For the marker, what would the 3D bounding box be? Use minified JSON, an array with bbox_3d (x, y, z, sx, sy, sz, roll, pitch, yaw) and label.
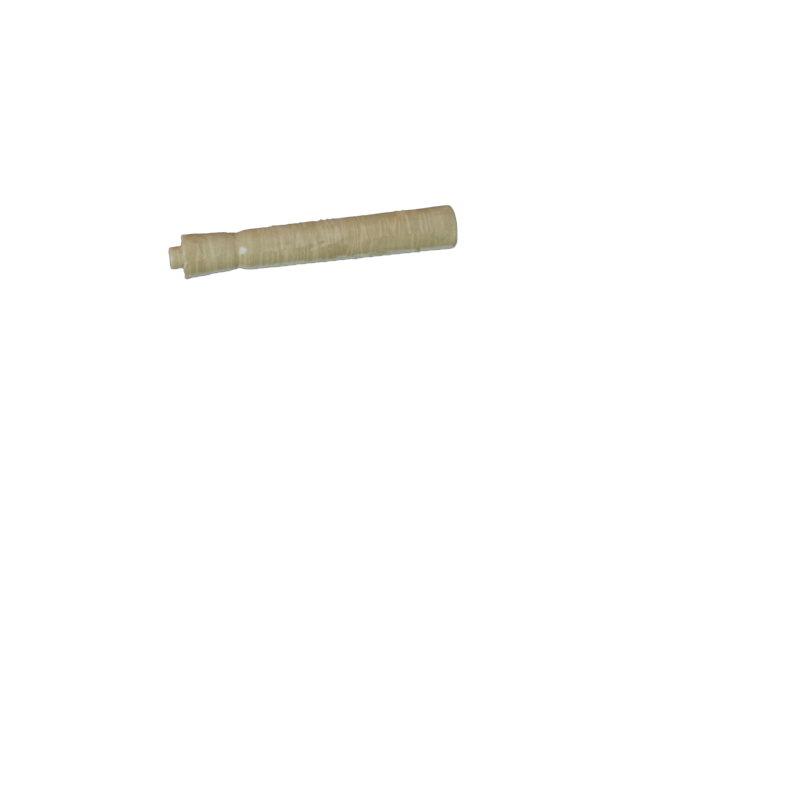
[{"bbox_3d":[-0.036,-0.066,0.466,0.120,0.020,0.020,-7,5,-8],"label":"marker"}]
